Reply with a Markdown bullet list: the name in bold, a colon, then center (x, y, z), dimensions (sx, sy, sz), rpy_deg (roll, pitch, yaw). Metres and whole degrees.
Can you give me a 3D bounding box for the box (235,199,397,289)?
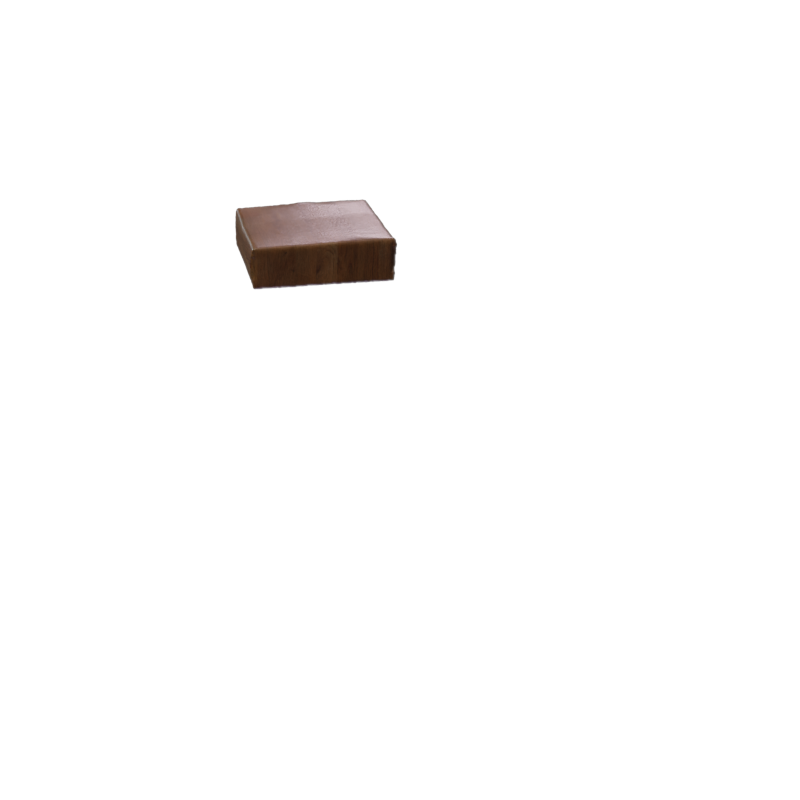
- **box**: center (-0.054, -0.098, 0.688), dimensions (0.088, 0.029, 0.078), rpy_deg (-6, 28, -12)
